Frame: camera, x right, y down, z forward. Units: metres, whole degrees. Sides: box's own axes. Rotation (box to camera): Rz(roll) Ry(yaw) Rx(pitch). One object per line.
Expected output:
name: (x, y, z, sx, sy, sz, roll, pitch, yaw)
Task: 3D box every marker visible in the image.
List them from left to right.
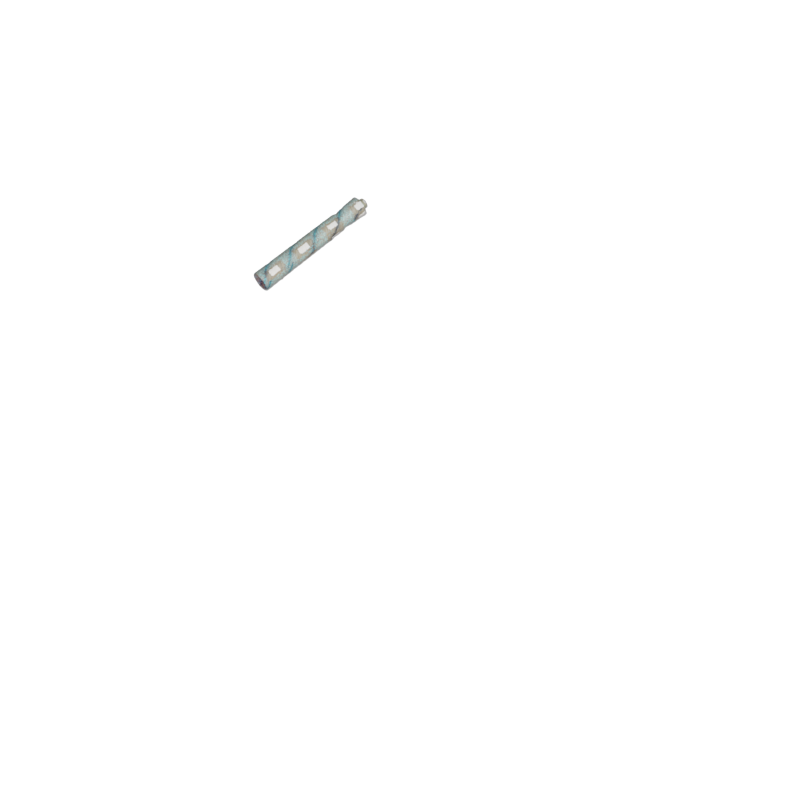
marker: (-0.076, -0.139, 0.971, 0.122, 0.019, 0.020, -40, 18, -17)
